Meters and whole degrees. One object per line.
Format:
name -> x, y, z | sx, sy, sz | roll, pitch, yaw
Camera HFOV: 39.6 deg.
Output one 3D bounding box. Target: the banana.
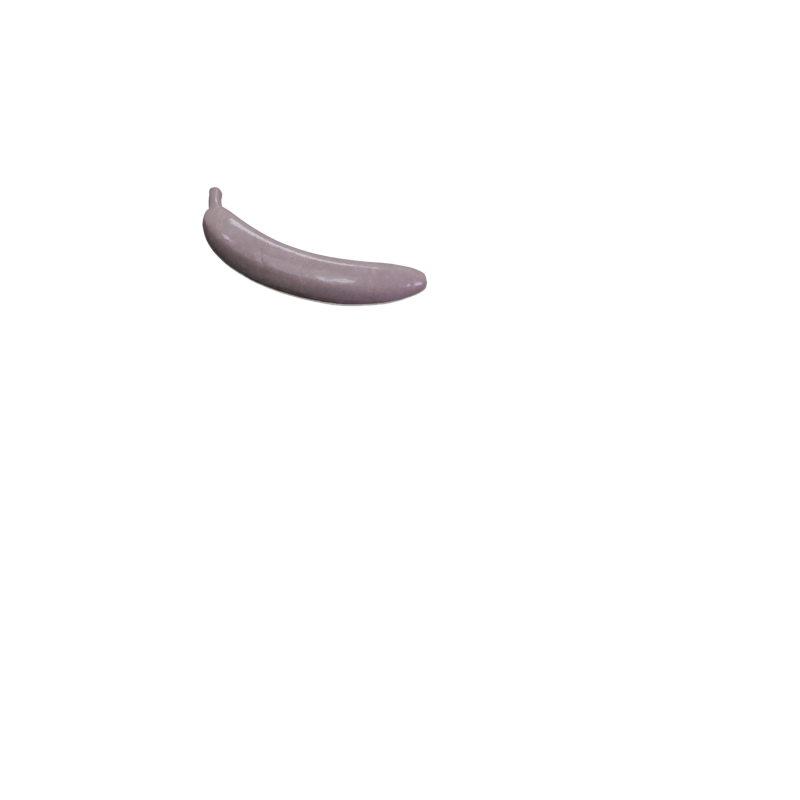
banana -> -0.080, -0.111, 0.865 | 0.204, 0.072, 0.034 | 25, -27, 14
